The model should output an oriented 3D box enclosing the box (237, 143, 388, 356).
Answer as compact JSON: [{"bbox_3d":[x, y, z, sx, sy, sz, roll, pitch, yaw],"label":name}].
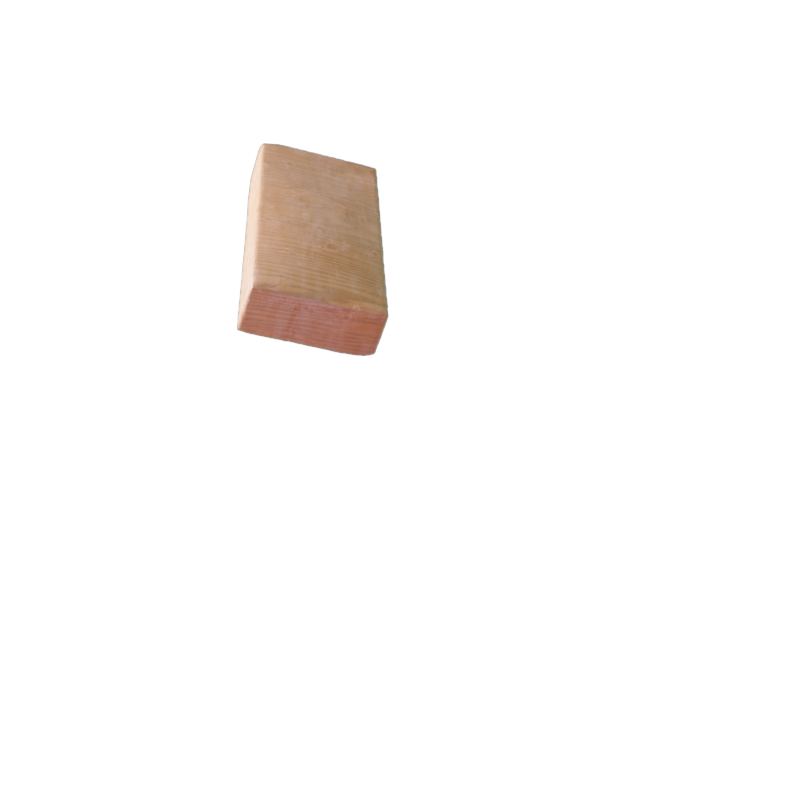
[{"bbox_3d":[-0.060,-0.110,0.771,0.091,0.046,0.189,10,41,-13],"label":"box"}]
